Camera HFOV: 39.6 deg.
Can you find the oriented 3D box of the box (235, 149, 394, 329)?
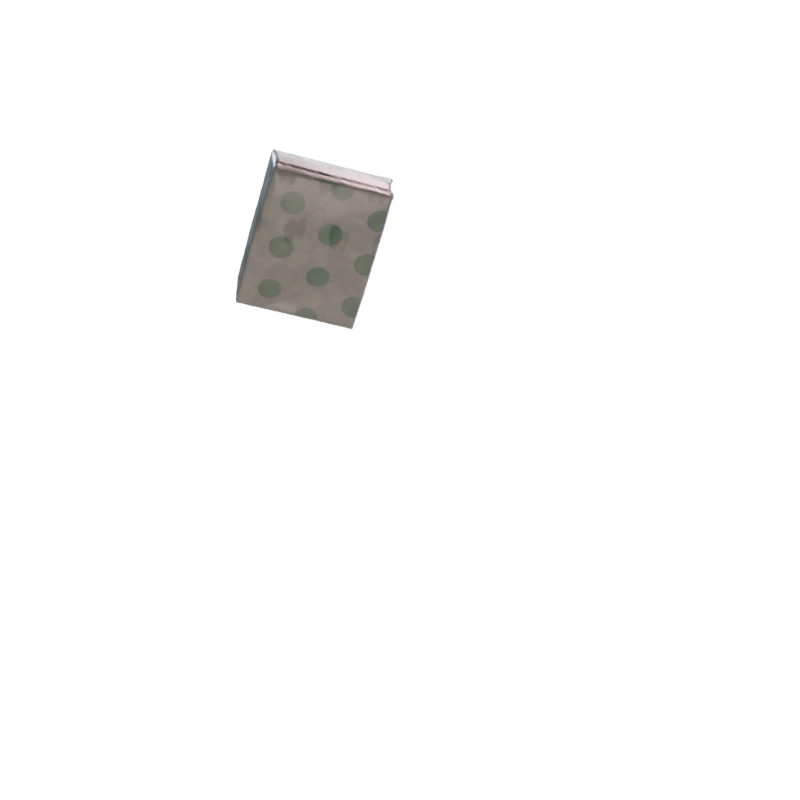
[{"bbox_3d":[-0.062,-0.113,0.794,0.088,0.108,0.041,14,29,-9],"label":"box"}]
